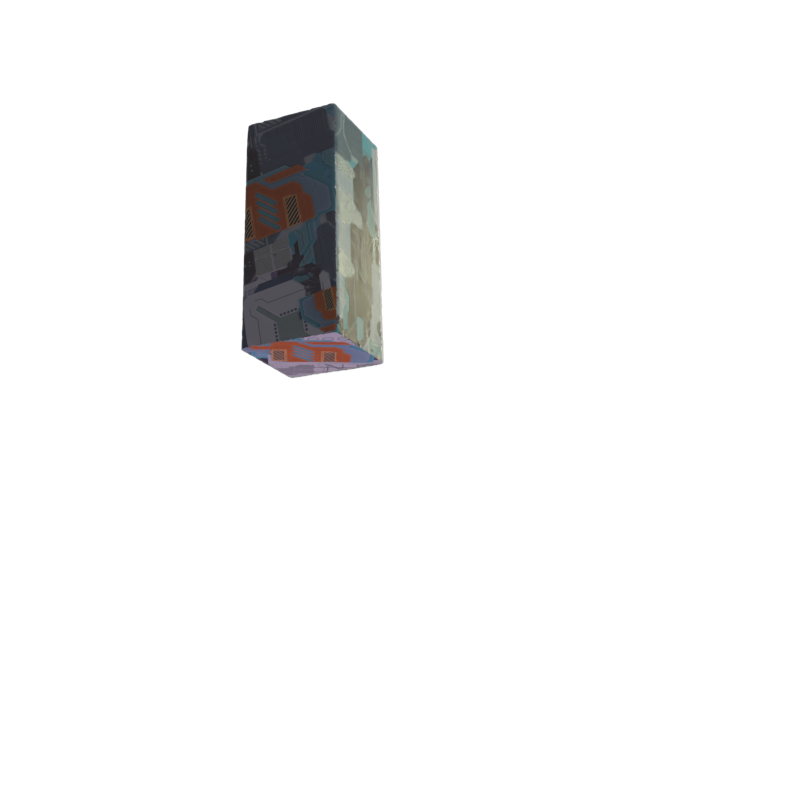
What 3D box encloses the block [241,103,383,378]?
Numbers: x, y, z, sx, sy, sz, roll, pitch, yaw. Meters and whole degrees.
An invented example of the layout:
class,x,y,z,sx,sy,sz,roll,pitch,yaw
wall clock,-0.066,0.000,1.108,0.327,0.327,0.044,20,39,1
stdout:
class,x,y,z,sx,sy,sz,roll,pitch,yaw
block,-0.074,-0.135,0.945,0.092,0.217,0.084,-12,-24,23
